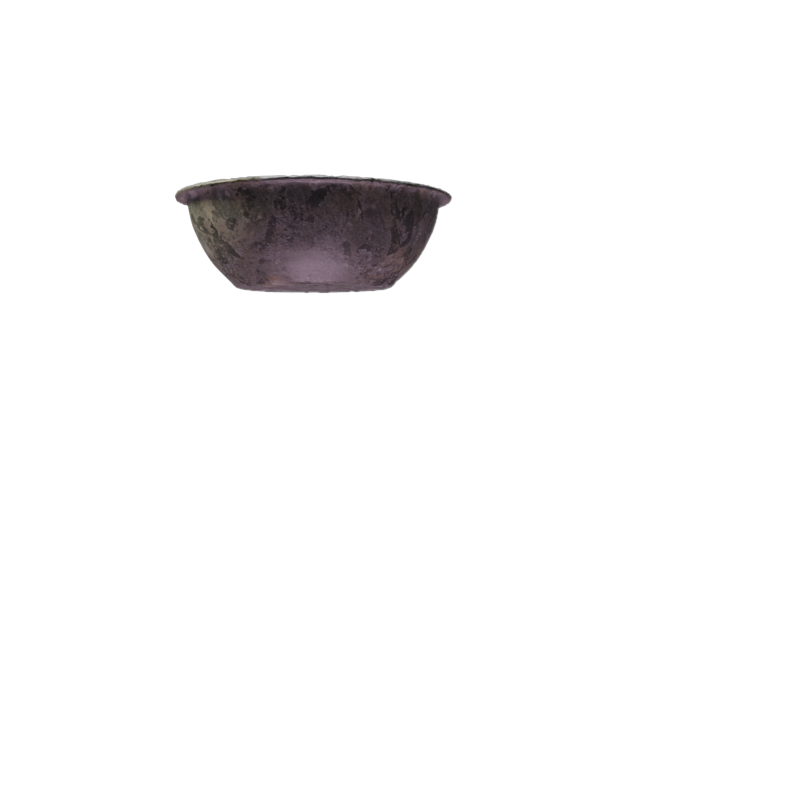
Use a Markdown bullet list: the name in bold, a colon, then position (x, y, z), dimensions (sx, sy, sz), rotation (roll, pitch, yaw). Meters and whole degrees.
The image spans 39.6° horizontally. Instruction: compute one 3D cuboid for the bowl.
- **bowl**: position (-0.051, -0.092, 0.646), dimensions (0.162, 0.055, 0.161), rotation (0, 1, -2)
